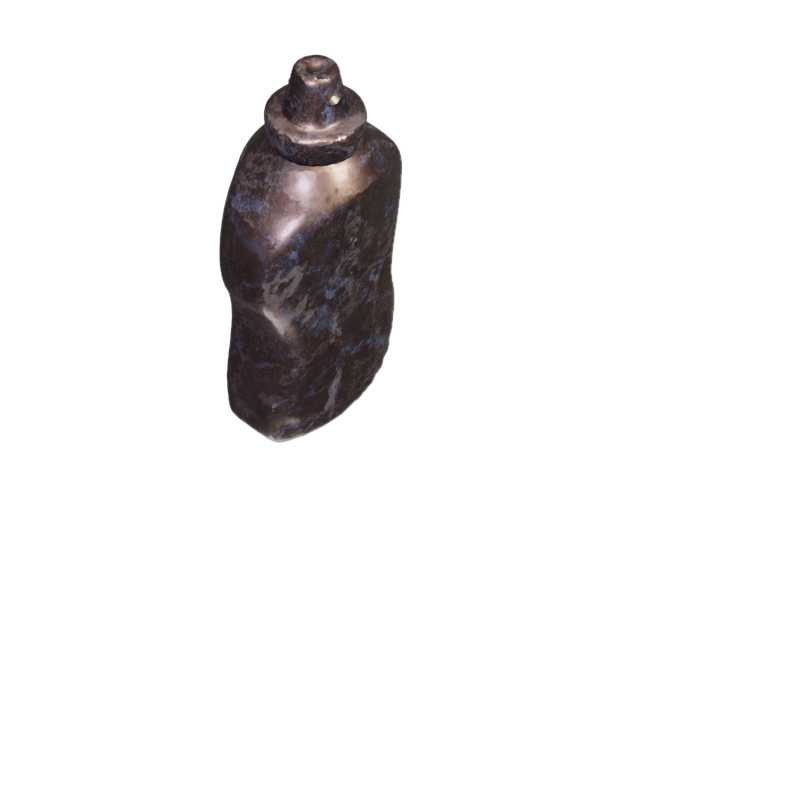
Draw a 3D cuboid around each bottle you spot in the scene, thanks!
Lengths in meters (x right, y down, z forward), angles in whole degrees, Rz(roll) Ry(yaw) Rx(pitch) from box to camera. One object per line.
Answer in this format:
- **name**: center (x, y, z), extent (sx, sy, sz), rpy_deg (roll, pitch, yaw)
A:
- **bottle**: center (-0.038, -0.070, 0.490), extent (0.062, 0.179, 0.097), rpy_deg (33, 55, 22)
